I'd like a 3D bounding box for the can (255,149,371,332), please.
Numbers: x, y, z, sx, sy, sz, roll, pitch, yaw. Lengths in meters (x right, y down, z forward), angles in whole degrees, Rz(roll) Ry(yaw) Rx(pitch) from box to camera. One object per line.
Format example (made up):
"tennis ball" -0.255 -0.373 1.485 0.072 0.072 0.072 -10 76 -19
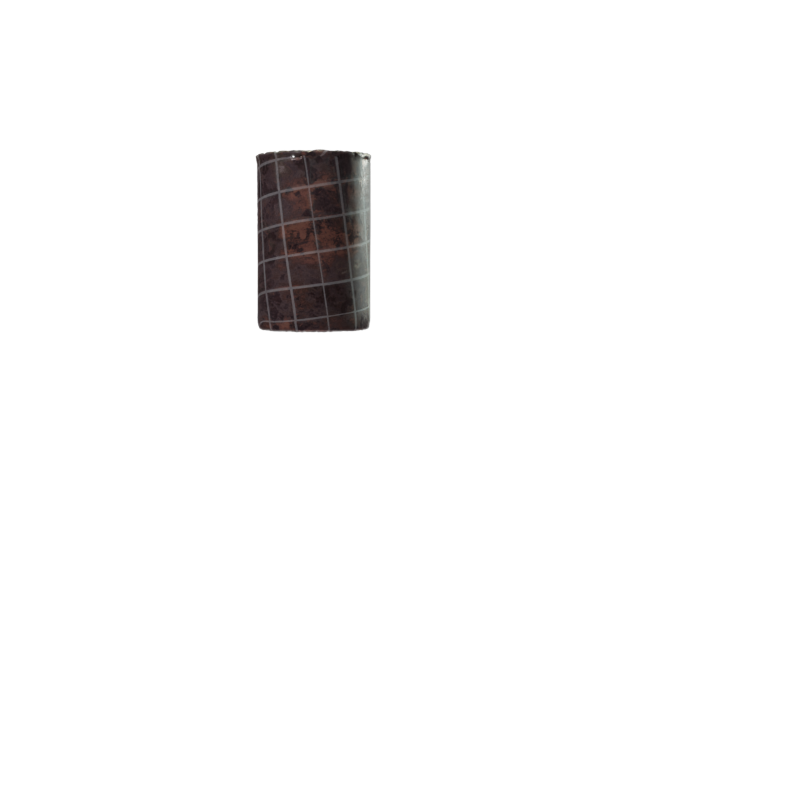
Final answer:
"can" -0.051 -0.093 0.650 0.068 0.102 0.069 0 2 -2
